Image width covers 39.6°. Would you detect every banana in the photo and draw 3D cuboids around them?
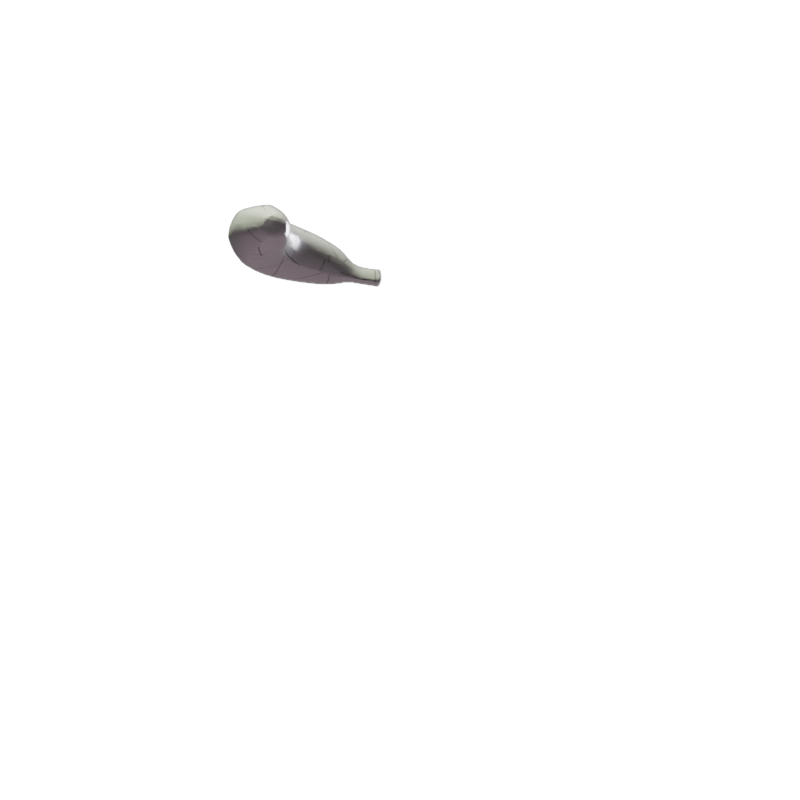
[{"bbox_3d":[-0.073,-0.102,0.725,0.071,0.037,0.191,-1,-2,18],"label":"banana"}]
